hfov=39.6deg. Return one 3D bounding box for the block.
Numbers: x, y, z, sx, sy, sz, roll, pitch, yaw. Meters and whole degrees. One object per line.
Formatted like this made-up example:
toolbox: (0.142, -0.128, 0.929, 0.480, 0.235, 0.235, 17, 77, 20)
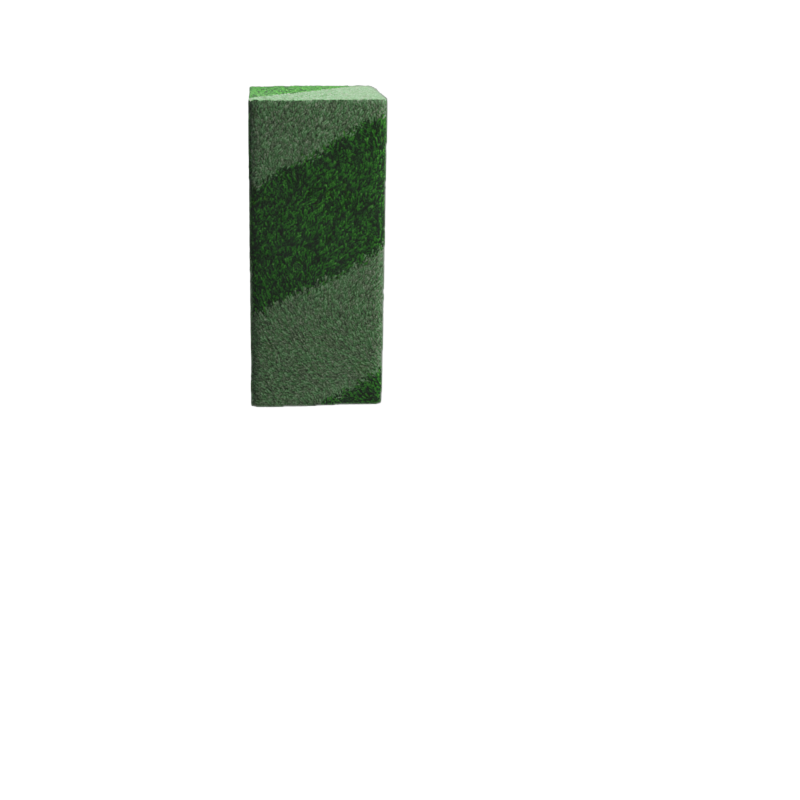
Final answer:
block: (-0.059, -0.109, 0.762, 0.090, 0.199, 0.094, -1, 15, -6)
